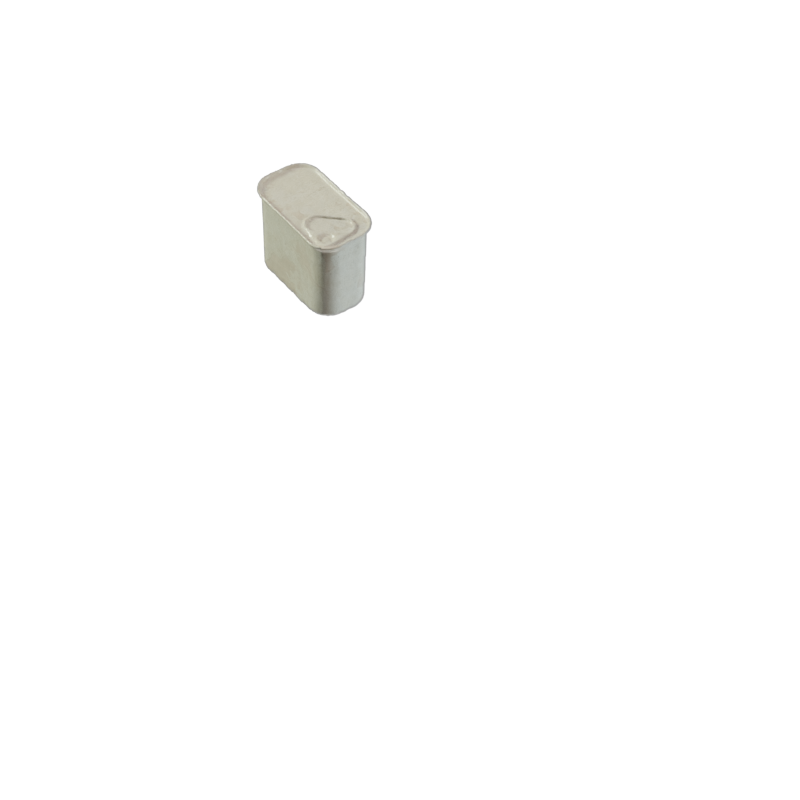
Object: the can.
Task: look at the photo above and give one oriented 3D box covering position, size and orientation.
[{"bbox_3d":[-0.071,-0.129,0.903,0.057,0.078,0.109,-28,54,-25],"label":"can"}]
